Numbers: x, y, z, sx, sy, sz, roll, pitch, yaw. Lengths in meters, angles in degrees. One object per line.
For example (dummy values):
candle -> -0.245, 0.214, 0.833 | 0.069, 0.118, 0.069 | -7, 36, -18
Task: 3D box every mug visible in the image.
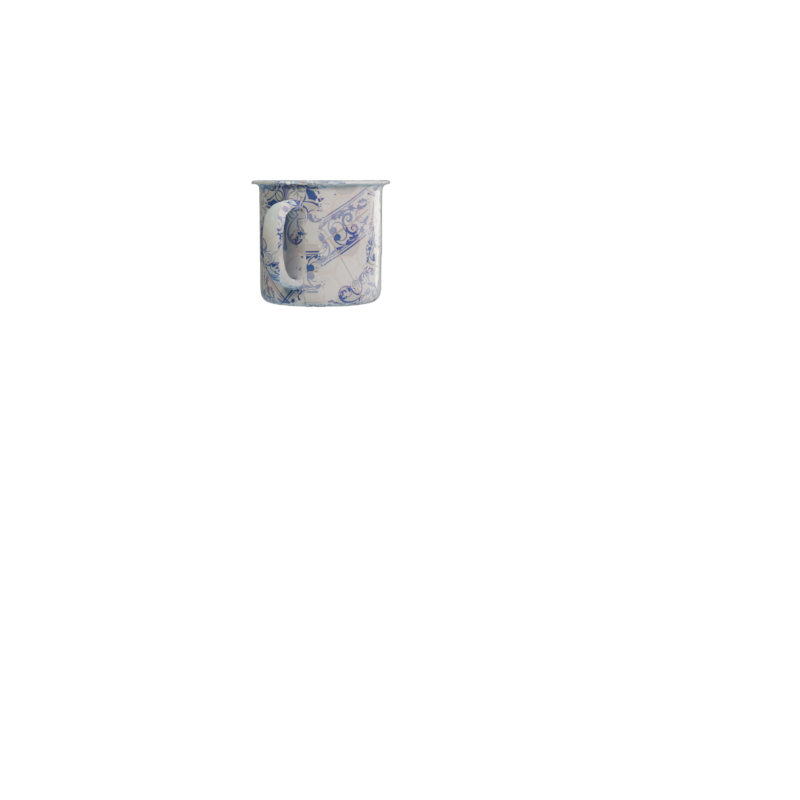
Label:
mug -> -0.057, -0.105, 0.734 | 0.096, 0.080, 0.116 | 3, 9, 21
